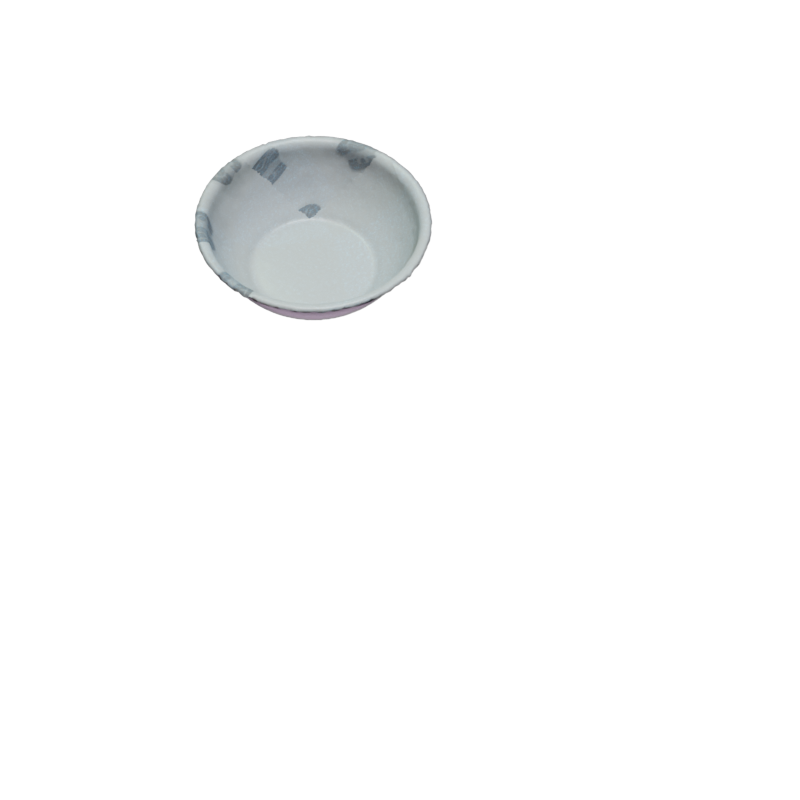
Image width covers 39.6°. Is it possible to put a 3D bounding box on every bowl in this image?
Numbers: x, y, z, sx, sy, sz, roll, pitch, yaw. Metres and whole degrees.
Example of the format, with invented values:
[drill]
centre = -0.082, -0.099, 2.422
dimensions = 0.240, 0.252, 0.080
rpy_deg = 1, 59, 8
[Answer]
[bowl]
centre = -0.061, -0.111, 0.774
dimensions = 0.162, 0.174, 0.051
rpy_deg = -1, -37, -1
